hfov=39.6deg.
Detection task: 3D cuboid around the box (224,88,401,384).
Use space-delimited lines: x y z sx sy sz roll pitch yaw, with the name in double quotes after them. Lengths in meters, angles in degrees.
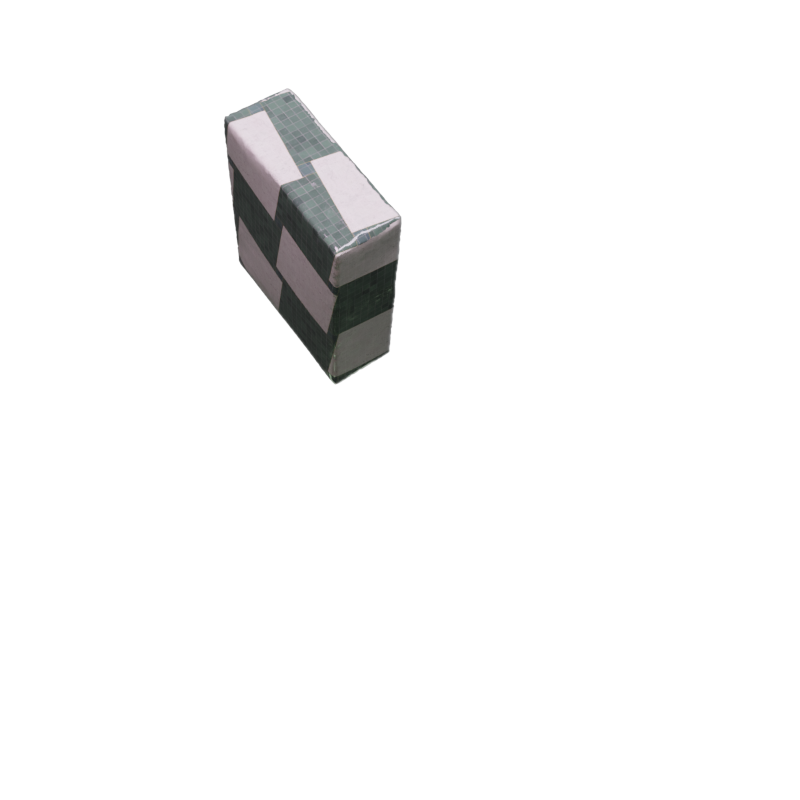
-0.074 -0.135 0.948 0.072 0.175 0.201 -30 -25 -18 "box"
